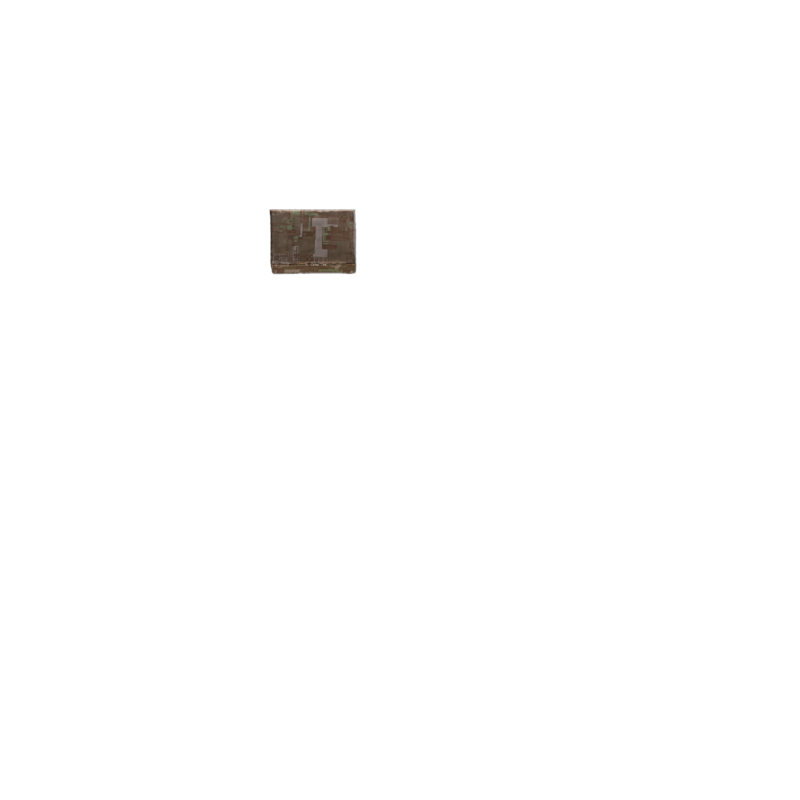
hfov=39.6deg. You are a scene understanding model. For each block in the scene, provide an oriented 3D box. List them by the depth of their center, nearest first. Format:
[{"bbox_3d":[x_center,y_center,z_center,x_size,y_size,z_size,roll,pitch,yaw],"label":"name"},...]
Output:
[{"bbox_3d":[-0.078,-0.141,0.991,0.078,0.052,0.052,0,-7,-2],"label":"block"}]
